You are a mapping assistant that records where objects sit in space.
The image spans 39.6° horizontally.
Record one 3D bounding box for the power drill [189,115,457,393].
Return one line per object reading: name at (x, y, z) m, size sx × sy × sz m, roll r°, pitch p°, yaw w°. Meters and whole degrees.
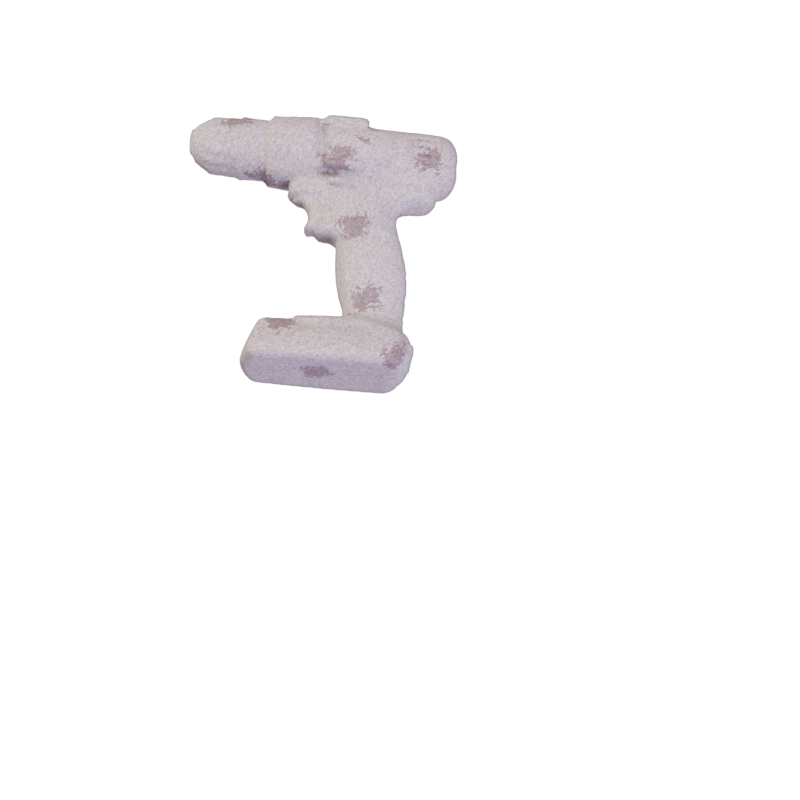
power drill at (-0.057, -0.104, 0.730) m, size 0.185 × 0.198 × 0.054 m, roll 4°, pitch -25°, yaw 2°
